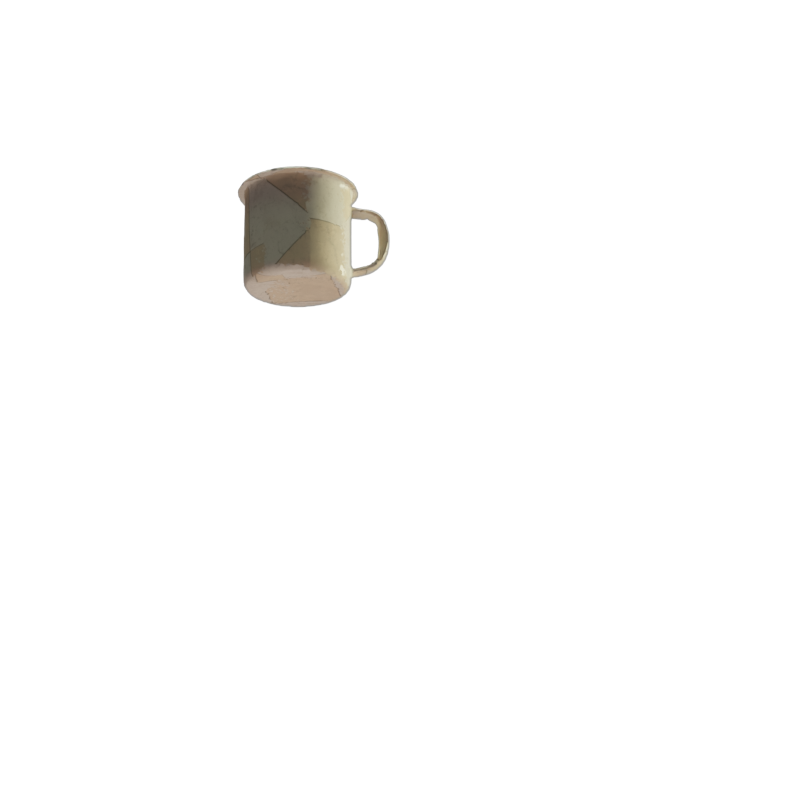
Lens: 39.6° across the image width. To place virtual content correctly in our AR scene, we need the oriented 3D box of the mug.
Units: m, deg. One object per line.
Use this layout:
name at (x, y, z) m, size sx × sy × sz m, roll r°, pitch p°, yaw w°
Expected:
mug at (-0.066, -0.121, 0.846) m, size 0.116 × 0.086 × 0.090 m, roll 2°, pitch -19°, yaw -9°
